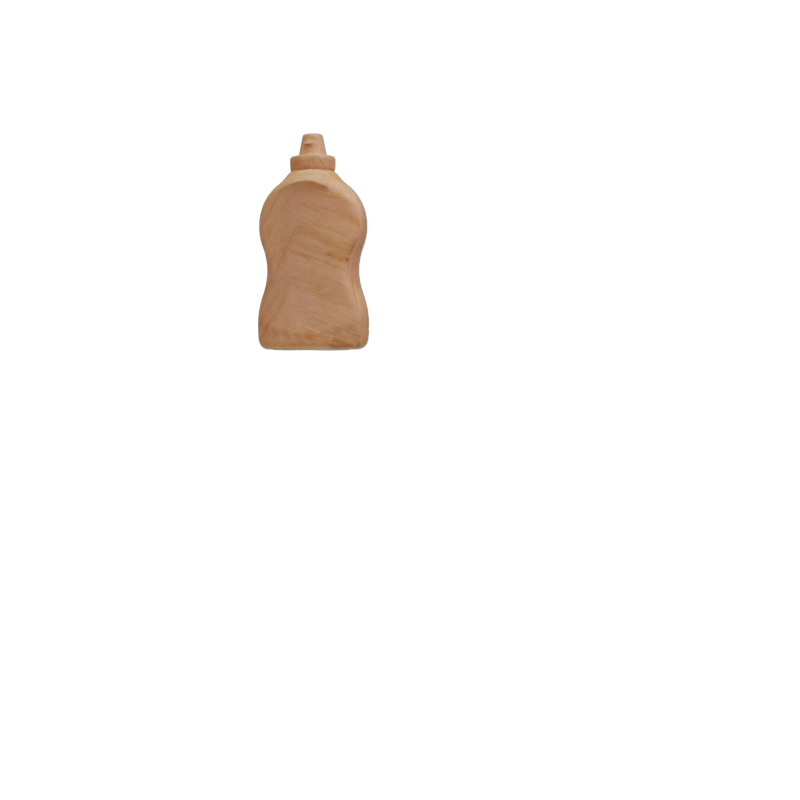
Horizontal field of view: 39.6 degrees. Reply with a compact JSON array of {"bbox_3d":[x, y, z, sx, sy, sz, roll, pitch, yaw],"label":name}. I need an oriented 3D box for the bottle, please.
[{"bbox_3d":[-0.077,-0.141,0.984,0.098,0.193,0.056,-1,-4,18],"label":"bottle"}]
